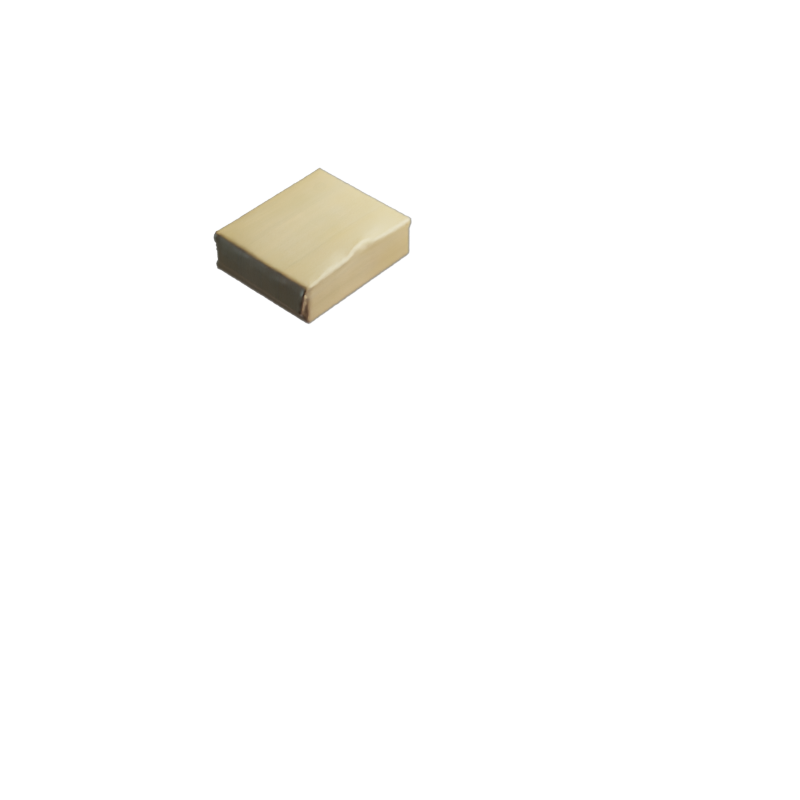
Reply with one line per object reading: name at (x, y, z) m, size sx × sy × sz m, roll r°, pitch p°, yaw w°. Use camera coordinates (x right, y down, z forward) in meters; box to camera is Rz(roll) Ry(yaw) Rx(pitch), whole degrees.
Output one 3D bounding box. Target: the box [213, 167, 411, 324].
box at (-0.049, -0.090, 0.629) m, size 0.078 × 0.028 × 0.090 m, roll 32°, pitch 51°, yaw 29°
